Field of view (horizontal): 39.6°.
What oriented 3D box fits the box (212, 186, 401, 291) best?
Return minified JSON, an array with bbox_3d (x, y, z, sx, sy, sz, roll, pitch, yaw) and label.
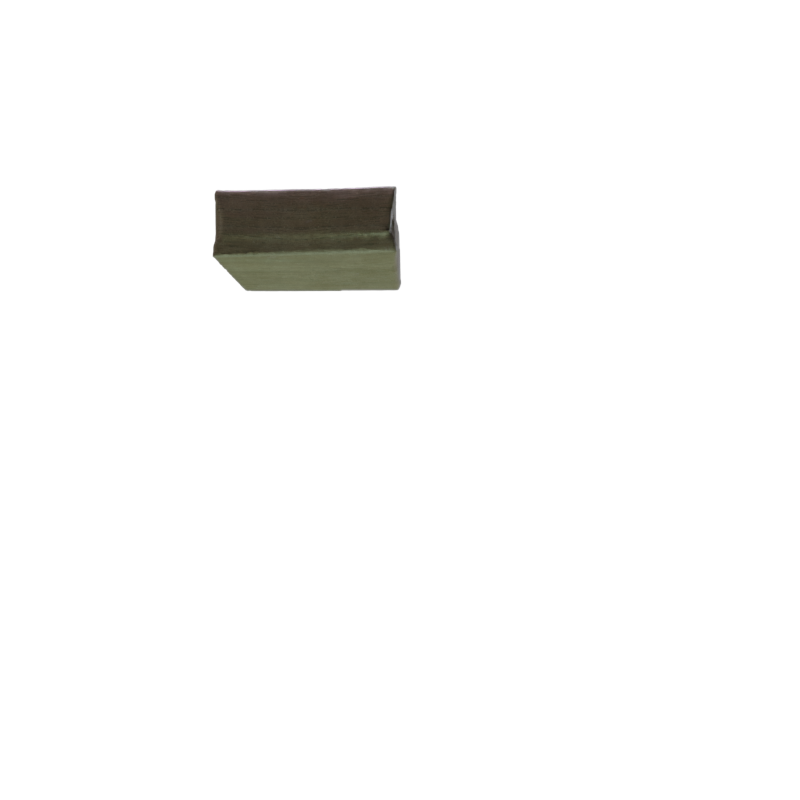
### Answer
[{"bbox_3d":[-0.037,-0.068,0.474,0.073,0.031,0.087,0,-6,3],"label":"box"}]
